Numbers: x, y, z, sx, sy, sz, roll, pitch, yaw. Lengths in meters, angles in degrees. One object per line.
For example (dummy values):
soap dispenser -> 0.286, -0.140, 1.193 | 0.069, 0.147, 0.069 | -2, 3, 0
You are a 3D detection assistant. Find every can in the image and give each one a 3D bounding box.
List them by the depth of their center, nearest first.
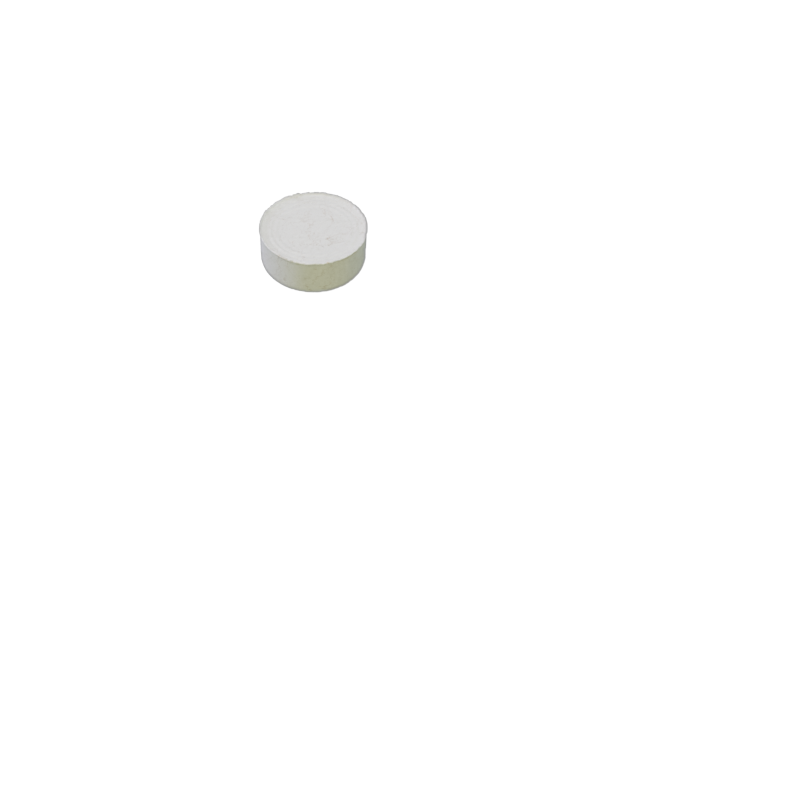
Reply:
can -> -0.069, -0.126, 0.882 | 0.086, 0.092, 0.031 | -1, -43, -1
